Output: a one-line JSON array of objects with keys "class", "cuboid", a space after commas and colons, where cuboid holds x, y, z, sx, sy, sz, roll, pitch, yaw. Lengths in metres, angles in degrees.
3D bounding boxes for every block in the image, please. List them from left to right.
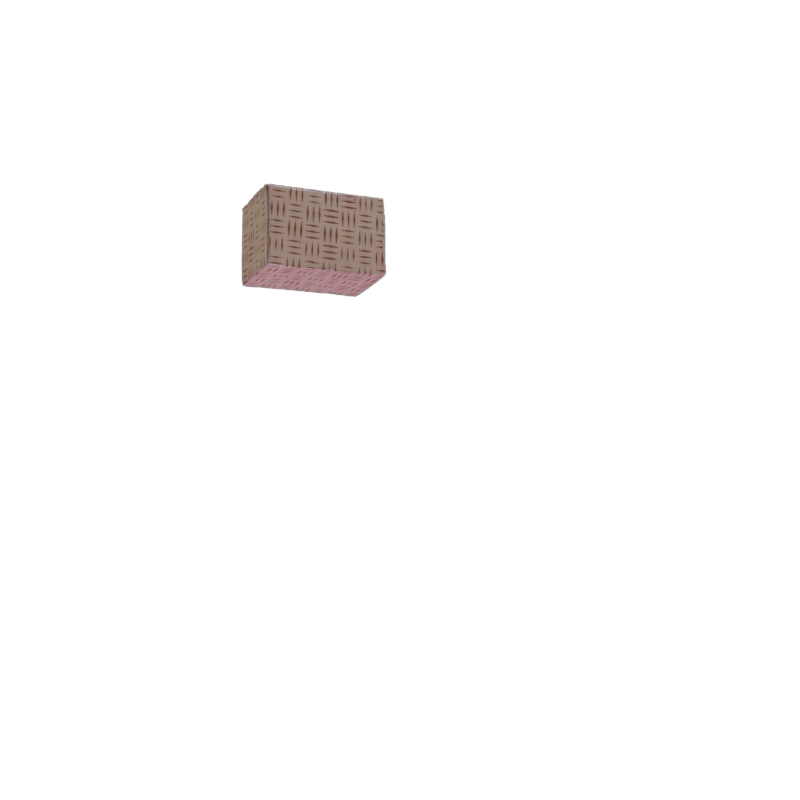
[{"class": "block", "cuboid": [-0.053, -0.097, 0.680, 0.076, 0.053, 0.052, 5, -15, -22]}]
